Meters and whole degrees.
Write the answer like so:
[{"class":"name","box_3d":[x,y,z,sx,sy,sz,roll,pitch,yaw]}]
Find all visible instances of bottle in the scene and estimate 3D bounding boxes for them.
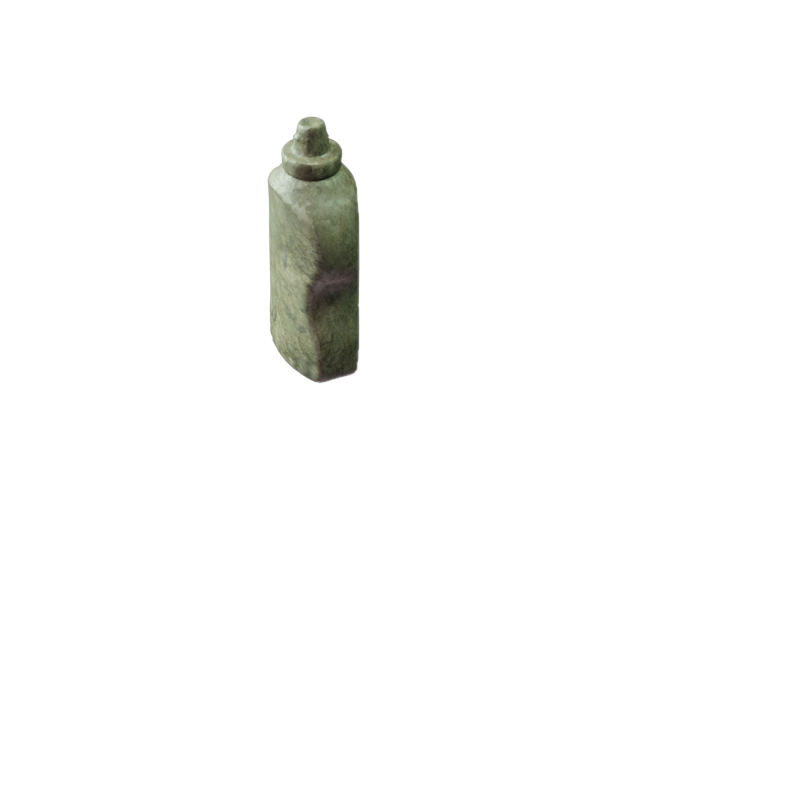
[{"class":"bottle","box_3d":[-0.062,-0.112,0.785,0.057,0.179,0.104,-13,40,-20]}]
